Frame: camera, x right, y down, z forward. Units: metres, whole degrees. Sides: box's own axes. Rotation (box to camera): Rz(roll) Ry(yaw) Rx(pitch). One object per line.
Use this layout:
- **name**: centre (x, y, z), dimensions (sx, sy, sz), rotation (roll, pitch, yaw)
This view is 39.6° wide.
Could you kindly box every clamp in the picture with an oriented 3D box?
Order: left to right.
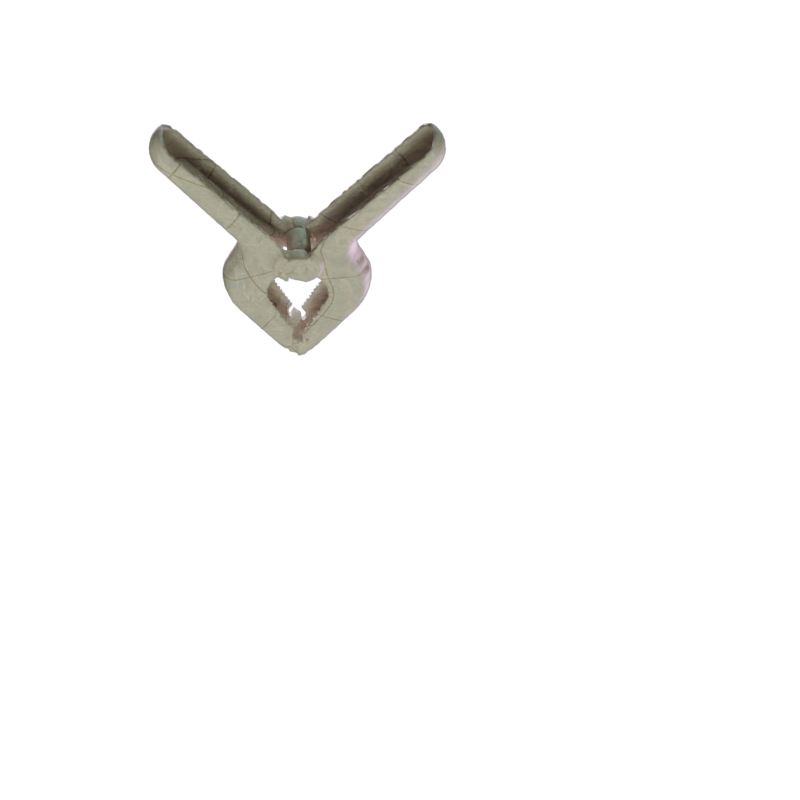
- **clamp**: centre (-0.053, -0.098, 0.683), dimensions (0.165, 0.039, 0.195), rotation (-2, -34, 3)
